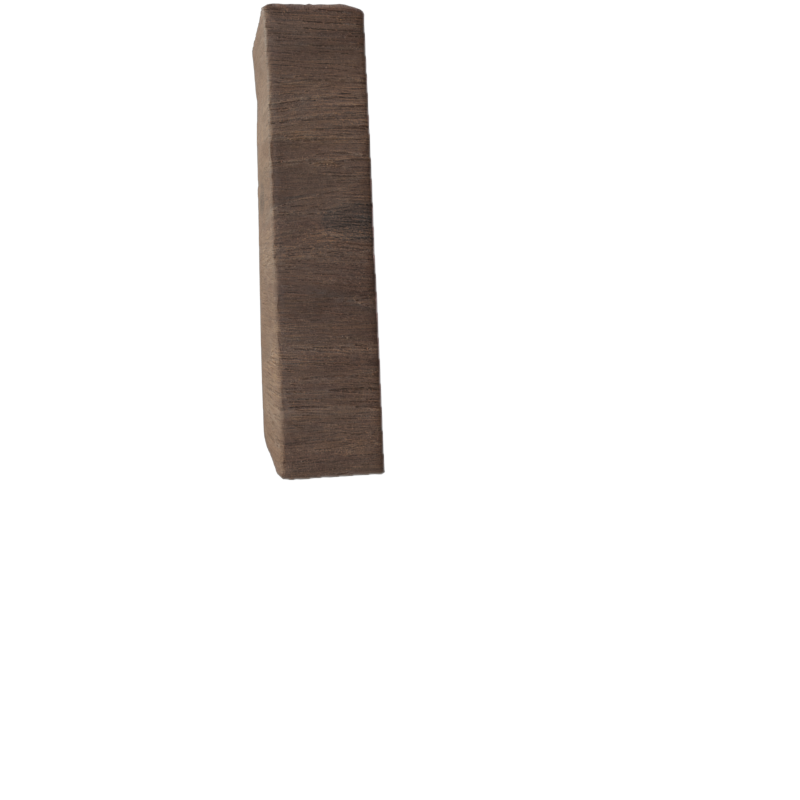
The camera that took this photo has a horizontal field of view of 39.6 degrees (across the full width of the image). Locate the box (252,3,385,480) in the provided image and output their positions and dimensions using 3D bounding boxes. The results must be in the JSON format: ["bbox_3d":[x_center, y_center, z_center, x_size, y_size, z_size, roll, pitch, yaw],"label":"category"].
[{"bbox_3d":[-0.035,-0.065,0.452,0.047,0.176,0.094,0,1,-9],"label":"box"}]
